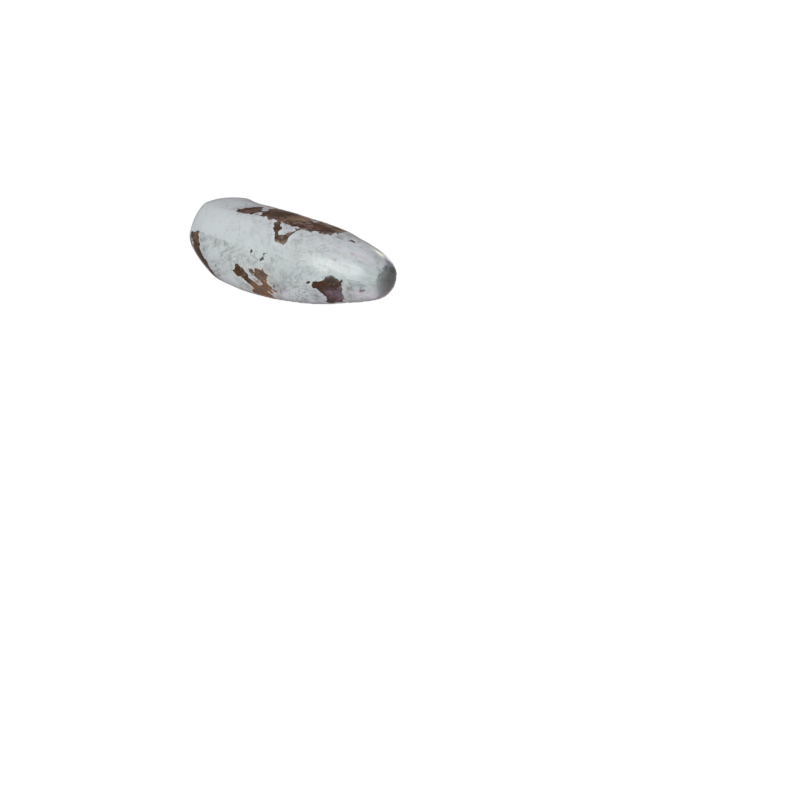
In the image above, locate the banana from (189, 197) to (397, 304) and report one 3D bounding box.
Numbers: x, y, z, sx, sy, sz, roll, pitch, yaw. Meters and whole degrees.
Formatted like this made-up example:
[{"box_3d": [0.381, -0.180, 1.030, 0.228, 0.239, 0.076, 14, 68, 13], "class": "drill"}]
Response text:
[{"box_3d": [-0.058, -0.071, 0.494, 0.068, 0.036, 0.205, -3, 13, -13], "class": "banana"}]
